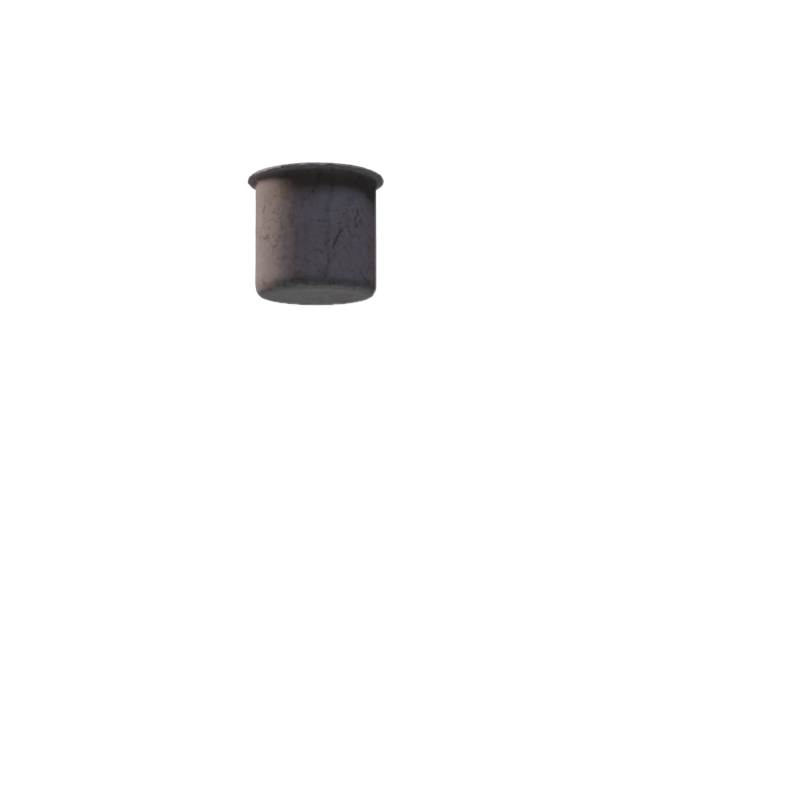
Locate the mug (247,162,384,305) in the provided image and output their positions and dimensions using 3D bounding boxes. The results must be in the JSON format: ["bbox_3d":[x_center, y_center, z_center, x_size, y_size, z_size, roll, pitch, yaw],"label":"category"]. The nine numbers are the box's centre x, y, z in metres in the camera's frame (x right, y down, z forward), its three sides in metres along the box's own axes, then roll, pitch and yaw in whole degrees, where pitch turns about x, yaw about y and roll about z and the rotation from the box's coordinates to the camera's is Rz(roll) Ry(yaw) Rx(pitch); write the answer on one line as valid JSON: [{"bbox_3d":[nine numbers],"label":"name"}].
[{"bbox_3d":[-0.060,-0.109,0.762,0.092,0.083,0.116,1,-7,-11],"label":"mug"}]
